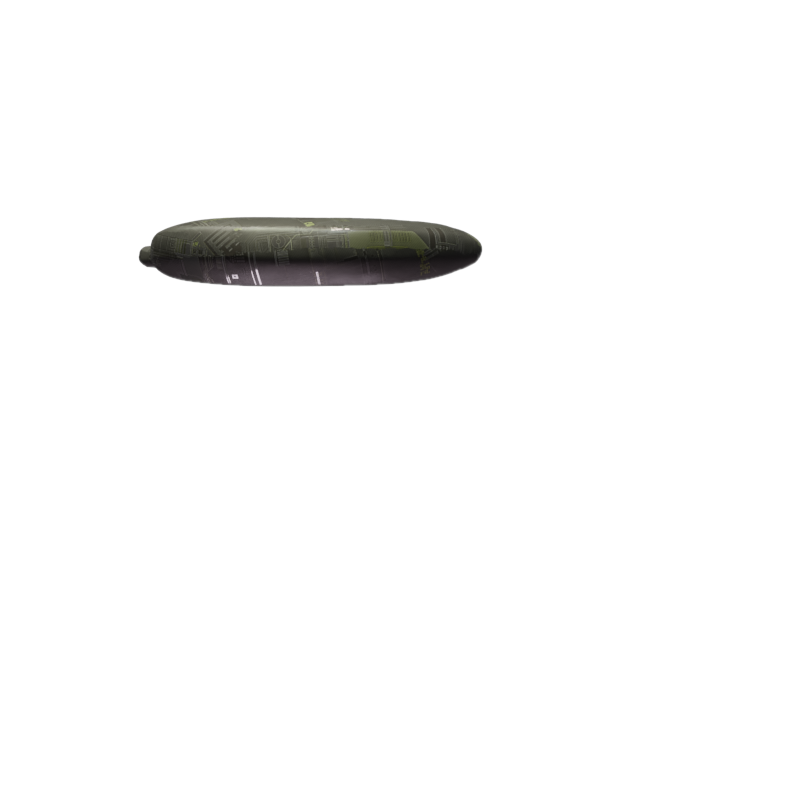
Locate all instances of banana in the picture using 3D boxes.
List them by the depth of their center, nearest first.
[{"bbox_3d":[-0.053,-0.084,0.608,0.199,0.036,0.071,1,16,4],"label":"banana"}]
